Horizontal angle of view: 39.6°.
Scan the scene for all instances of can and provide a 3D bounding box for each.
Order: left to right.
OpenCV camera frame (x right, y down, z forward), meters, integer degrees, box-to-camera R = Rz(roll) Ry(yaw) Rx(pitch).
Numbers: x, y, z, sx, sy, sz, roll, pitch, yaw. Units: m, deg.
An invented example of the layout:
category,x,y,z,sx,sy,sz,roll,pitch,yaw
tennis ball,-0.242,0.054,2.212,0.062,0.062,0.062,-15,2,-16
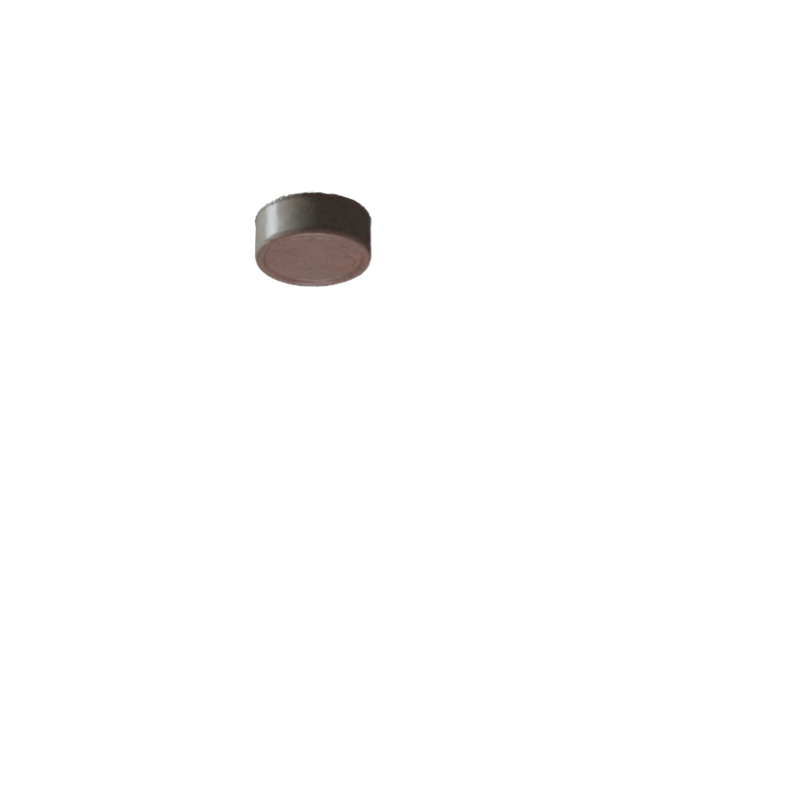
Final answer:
category,x,y,z,sx,sy,sz,roll,pitch,yaw
can,-0.063,-0.115,0.805,0.086,0.035,0.081,1,-23,-2
